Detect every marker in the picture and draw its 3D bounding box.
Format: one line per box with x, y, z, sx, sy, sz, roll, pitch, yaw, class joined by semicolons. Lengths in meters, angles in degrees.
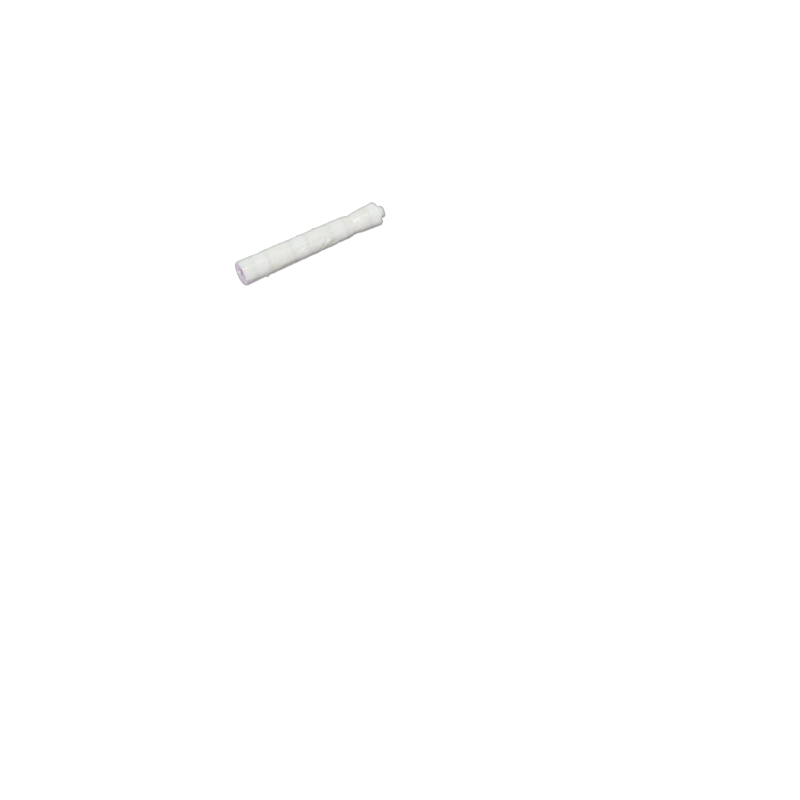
-0.064;-0.116;0.812;0.120;0.019;0.020;-27;14;-20;marker
